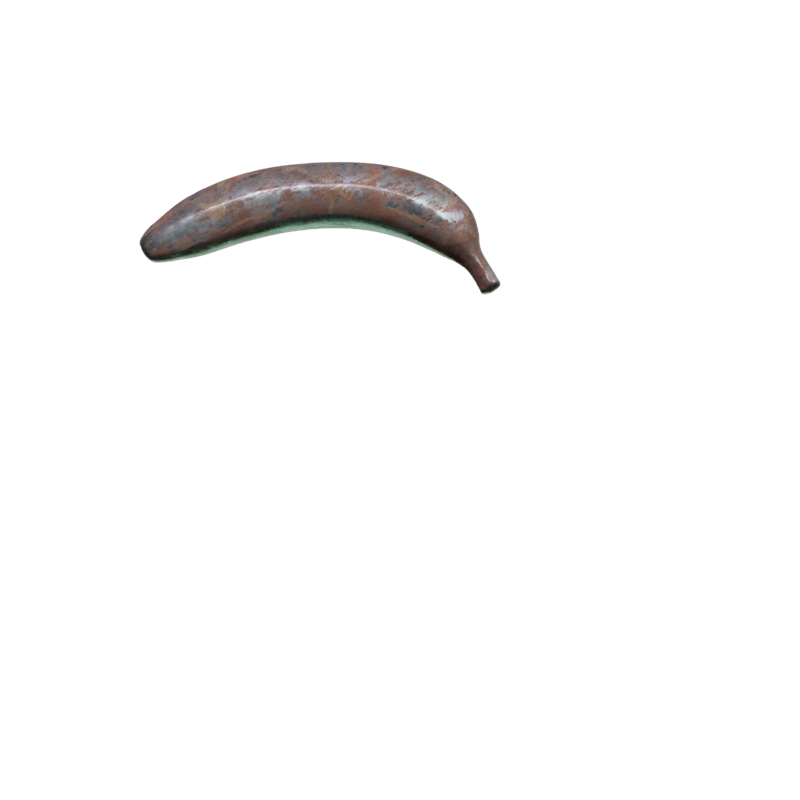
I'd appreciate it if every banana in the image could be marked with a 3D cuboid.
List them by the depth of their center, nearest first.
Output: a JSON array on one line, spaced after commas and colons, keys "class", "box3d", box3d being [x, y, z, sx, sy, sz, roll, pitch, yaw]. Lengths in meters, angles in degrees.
[{"class": "banana", "box3d": [-0.043, -0.102, 0.615, 0.199, 0.074, 0.034, 5, -35, 3]}]
